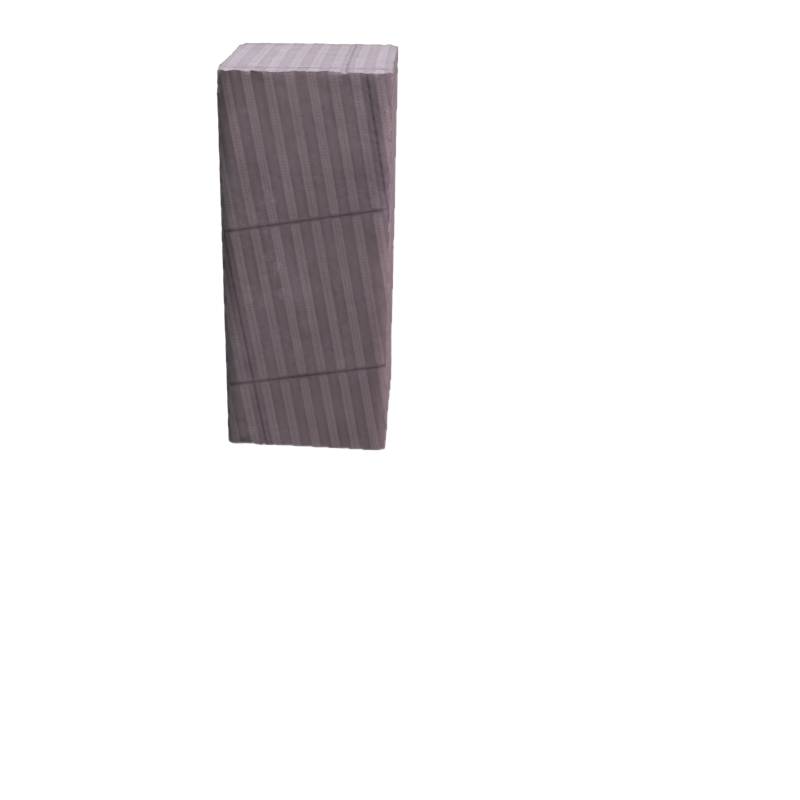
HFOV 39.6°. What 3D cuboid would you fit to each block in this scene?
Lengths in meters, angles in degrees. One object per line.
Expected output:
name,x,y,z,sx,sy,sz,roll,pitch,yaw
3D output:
block,-0.049,-0.088,0.613,0.091,0.197,0.095,2,21,2
